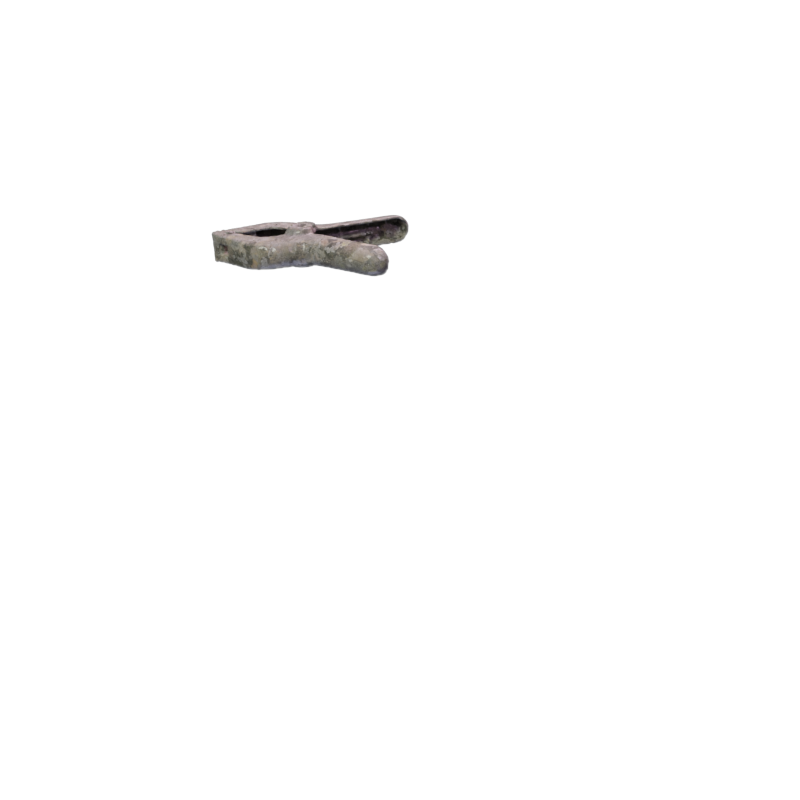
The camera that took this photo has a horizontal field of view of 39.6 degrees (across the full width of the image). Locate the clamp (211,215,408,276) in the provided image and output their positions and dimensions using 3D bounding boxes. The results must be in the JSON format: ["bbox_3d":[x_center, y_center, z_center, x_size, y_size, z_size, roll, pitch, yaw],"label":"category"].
[{"bbox_3d":[-0.076,-0.138,0.967,0.177,0.038,0.121,7,19,20],"label":"clamp"}]
